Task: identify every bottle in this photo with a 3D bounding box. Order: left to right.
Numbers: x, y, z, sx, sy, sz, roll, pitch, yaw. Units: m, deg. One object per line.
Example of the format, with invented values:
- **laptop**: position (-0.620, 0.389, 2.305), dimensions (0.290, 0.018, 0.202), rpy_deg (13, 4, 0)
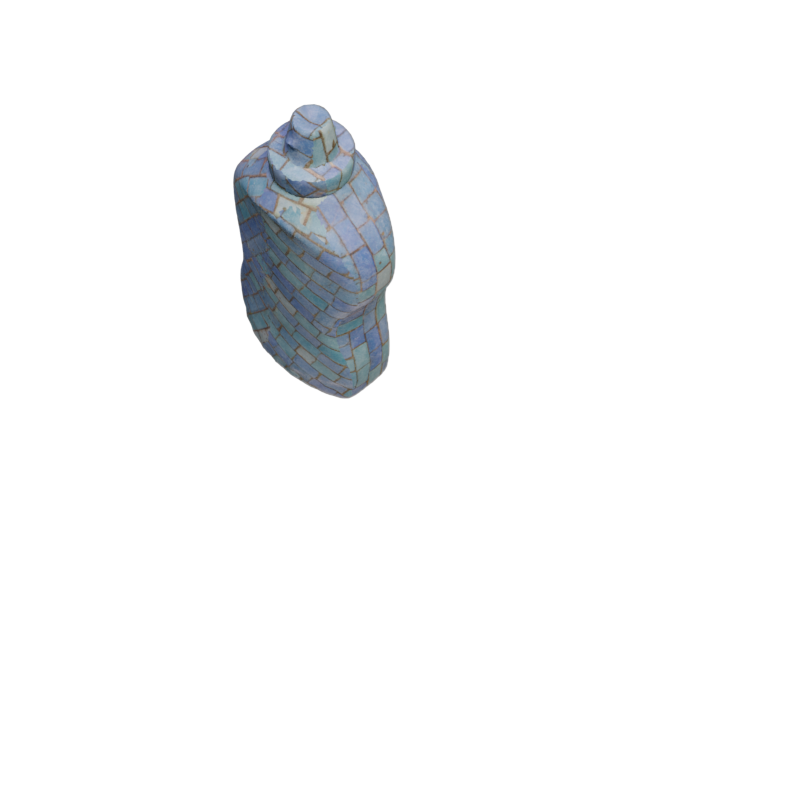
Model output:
- **bottle**: position (-0.045, -0.081, 0.569), dimensions (0.059, 0.102, 0.180), rpy_deg (-35, -23, -21)
